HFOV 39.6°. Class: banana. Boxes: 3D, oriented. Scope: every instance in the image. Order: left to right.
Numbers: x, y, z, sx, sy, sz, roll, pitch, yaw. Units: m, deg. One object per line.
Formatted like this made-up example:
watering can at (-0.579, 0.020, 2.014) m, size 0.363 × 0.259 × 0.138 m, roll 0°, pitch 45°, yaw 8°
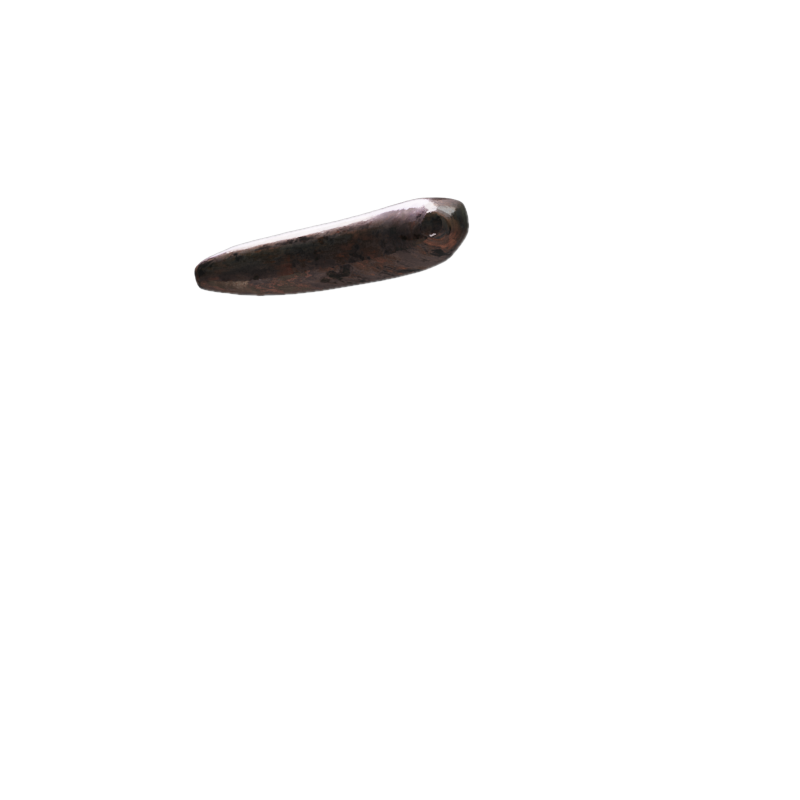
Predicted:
banana at (-0.030, -0.083, 0.598) m, size 0.066 × 0.038 × 0.202 m, roll 7°, pitch -10°, yaw -43°
